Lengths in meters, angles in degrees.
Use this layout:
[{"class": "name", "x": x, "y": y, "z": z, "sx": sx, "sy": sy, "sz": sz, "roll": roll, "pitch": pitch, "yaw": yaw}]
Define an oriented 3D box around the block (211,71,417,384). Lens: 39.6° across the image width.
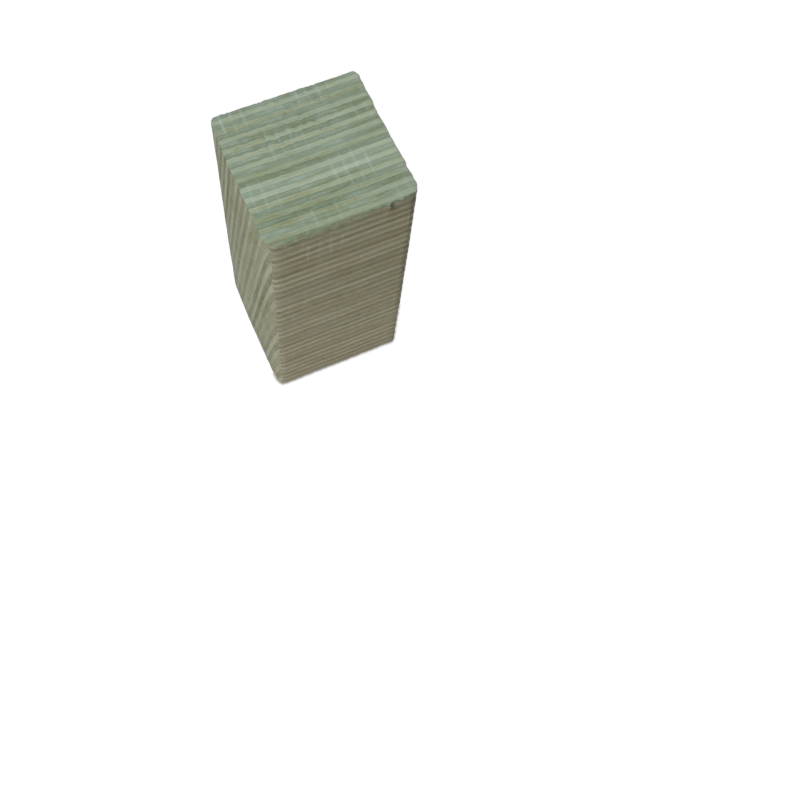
[{"class": "block", "x": -0.054, "y": -0.098, "z": 0.690, "sx": 0.090, "sy": 0.095, "sz": 0.196, "roll": -21, "pitch": -19, "yaw": -12}]
